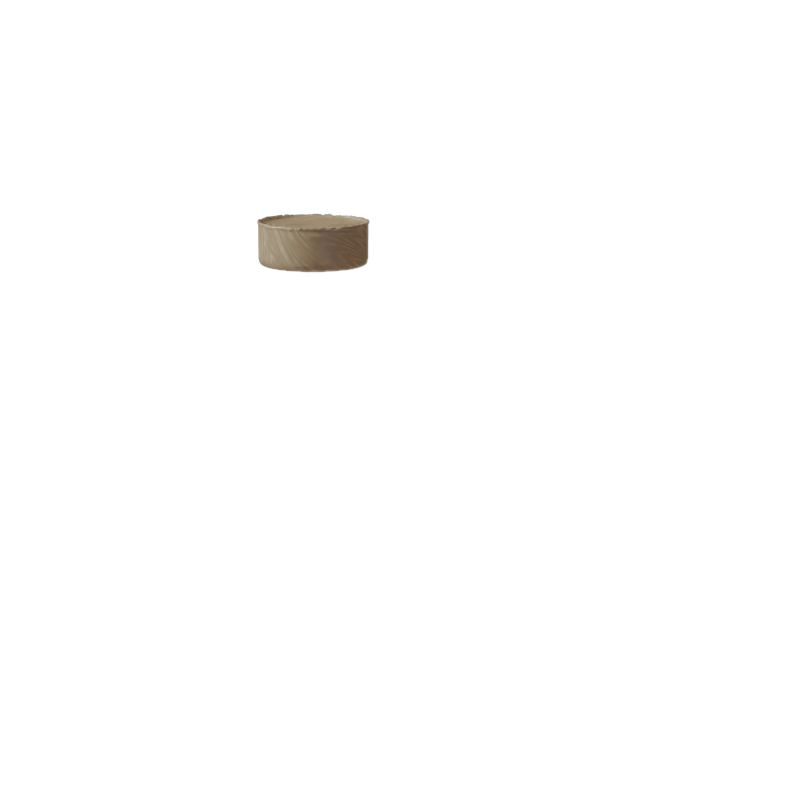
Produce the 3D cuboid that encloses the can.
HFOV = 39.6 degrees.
[{"bbox_3d":[-0.066,-0.121,0.847,0.086,0.033,0.089,0,15,-2],"label":"can"}]
